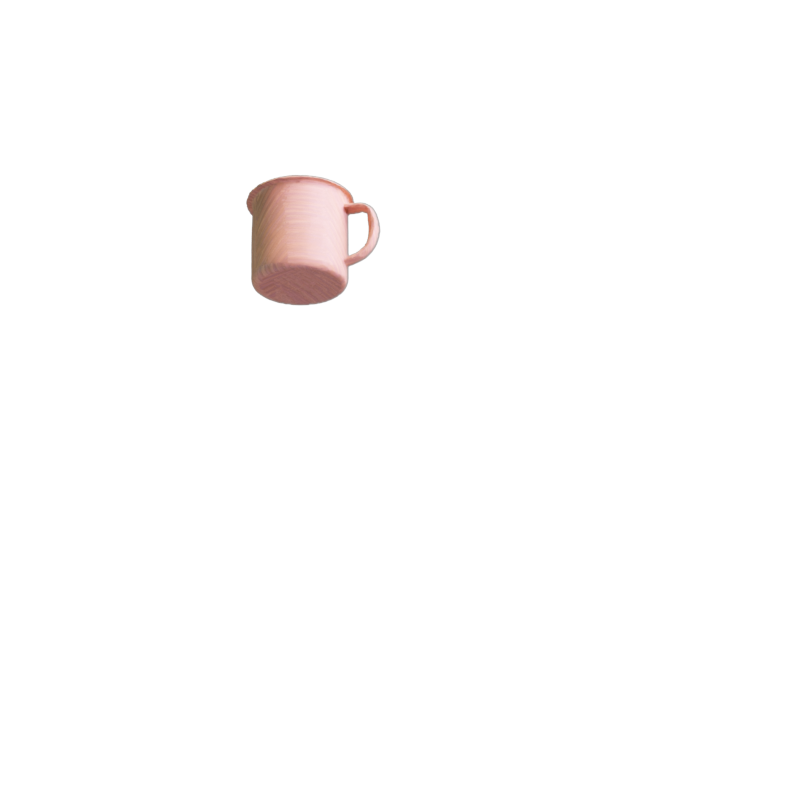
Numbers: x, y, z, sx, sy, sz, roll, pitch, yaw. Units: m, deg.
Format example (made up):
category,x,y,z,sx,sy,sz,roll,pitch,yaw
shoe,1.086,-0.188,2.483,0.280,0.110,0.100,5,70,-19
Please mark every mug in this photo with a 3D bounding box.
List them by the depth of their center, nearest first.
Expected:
category,x,y,z,sx,sy,sz,roll,pitch,yaw
mug,-0.073,-0.133,0.933,0.119,0.086,0.087,-8,-25,15
